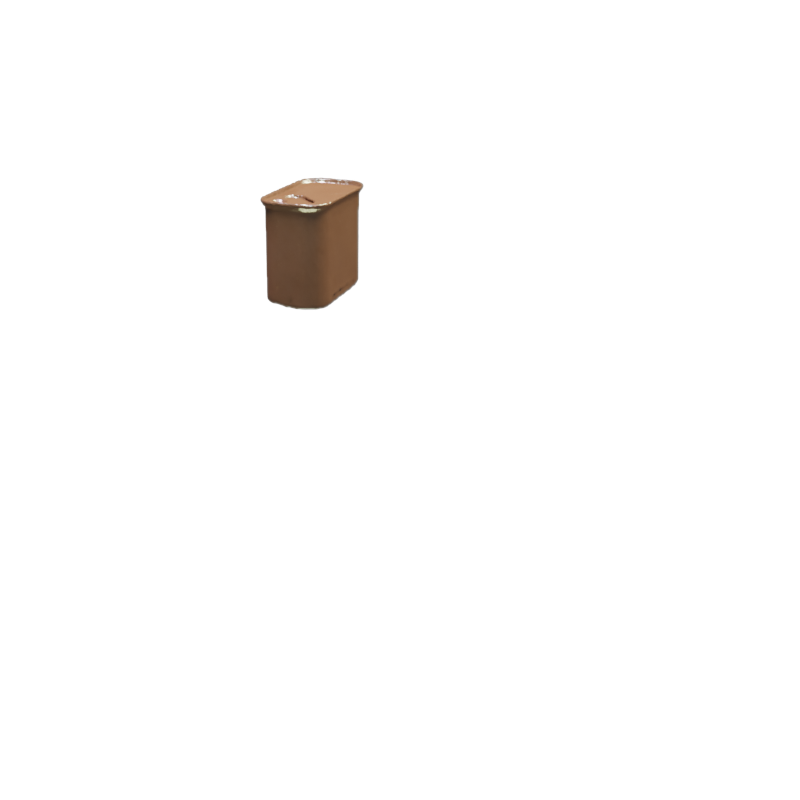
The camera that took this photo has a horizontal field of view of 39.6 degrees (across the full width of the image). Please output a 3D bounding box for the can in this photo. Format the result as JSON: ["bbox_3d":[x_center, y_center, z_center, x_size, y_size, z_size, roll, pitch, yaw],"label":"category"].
[{"bbox_3d":[-0.069,-0.126,0.881,0.059,0.081,0.103,7,20,18],"label":"can"}]
